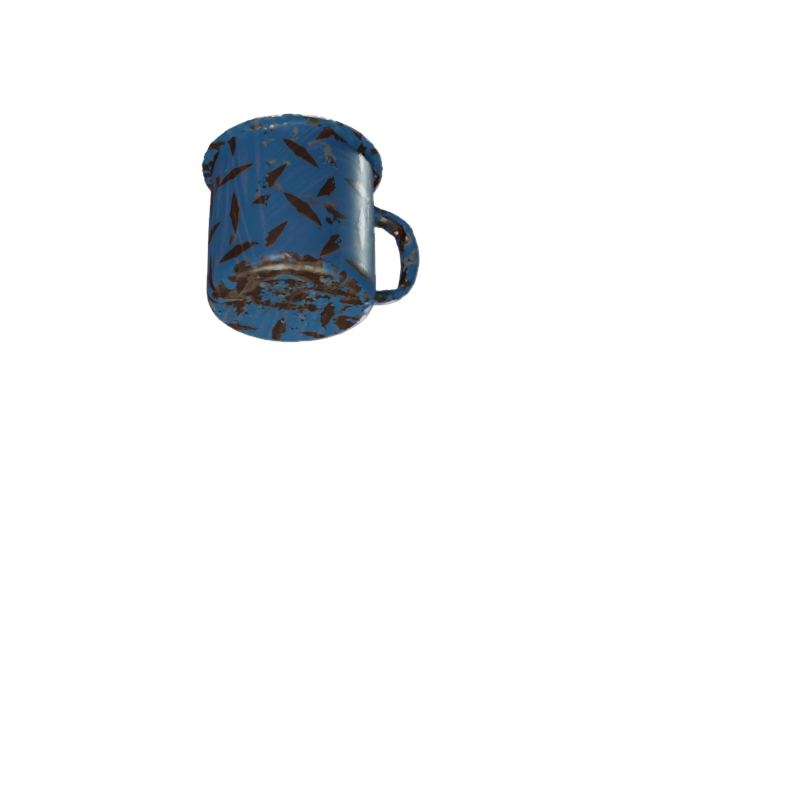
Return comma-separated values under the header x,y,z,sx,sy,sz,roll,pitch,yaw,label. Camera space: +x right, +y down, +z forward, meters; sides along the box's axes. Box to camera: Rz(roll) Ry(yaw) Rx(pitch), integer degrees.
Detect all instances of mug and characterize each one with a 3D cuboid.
x,y,z,sx,sy,sz,roll,pitch,yaw,label
-0.043,-0.079,0.553,0.112,0.087,0.091,14,-31,-26,mug
